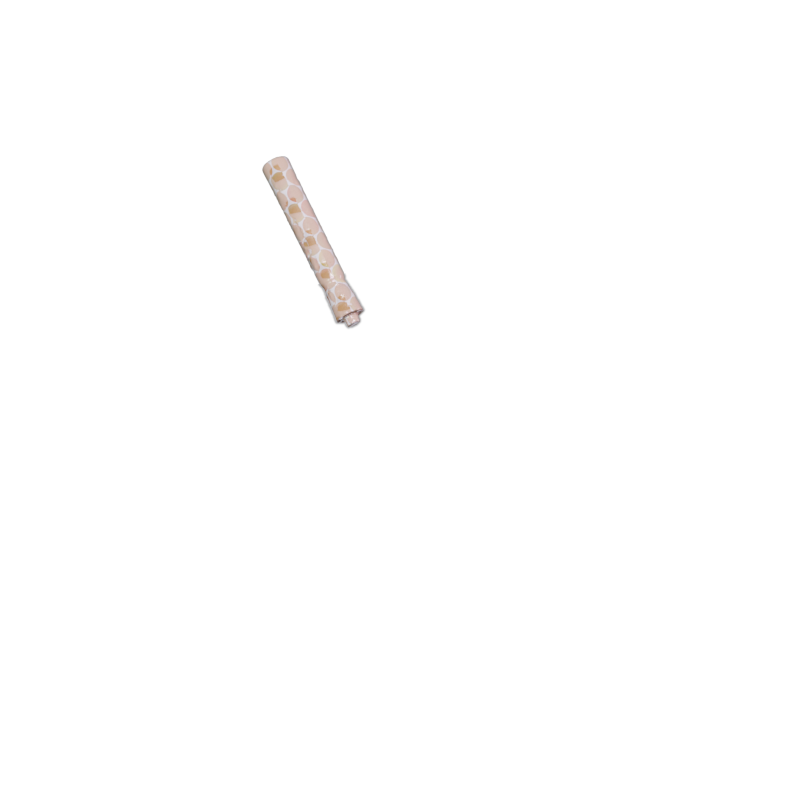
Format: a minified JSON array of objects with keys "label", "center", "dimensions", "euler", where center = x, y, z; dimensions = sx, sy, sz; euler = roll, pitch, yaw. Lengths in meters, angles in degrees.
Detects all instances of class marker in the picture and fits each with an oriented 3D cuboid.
[{"label":"marker","center":[-0.055,-0.100,0.701],"dimensions":[0.020,0.127,0.019],"euler":[-23,-19,-9]}]
